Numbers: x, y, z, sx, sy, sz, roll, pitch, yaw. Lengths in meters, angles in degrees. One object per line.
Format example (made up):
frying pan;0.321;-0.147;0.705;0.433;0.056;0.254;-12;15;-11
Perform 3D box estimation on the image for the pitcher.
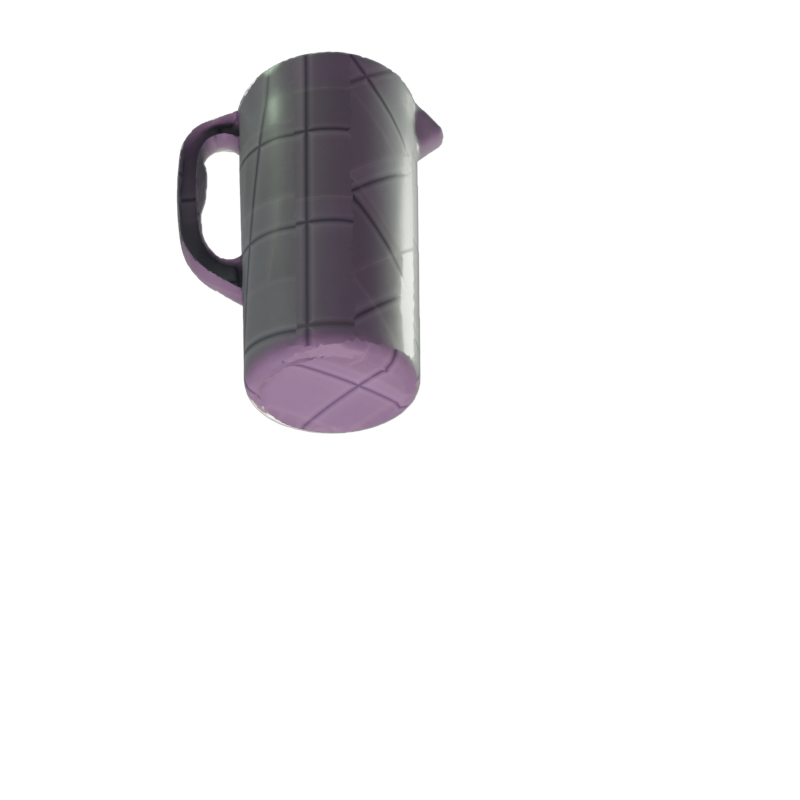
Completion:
pitcher;-0.058;-0.106;0.744;0.149;0.260;0.135;-29;-43;32
